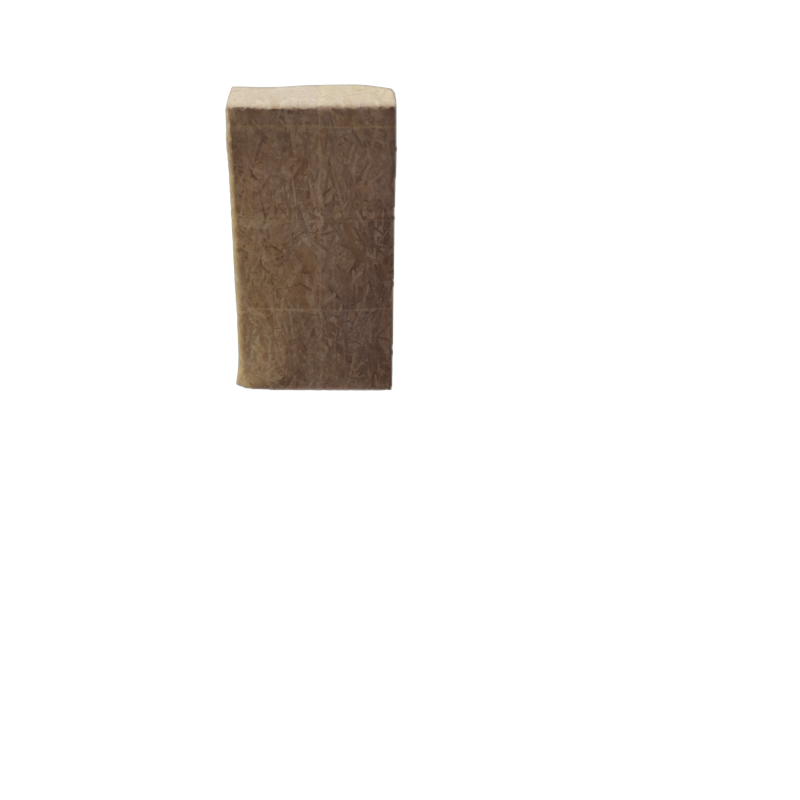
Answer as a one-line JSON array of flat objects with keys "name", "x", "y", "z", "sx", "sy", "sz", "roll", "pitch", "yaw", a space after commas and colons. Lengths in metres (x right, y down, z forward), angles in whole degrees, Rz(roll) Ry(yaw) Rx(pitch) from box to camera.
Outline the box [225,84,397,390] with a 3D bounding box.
[{"name": "box", "x": -0.049, "y": -0.091, "z": 0.633, "sx": 0.093, "sy": 0.168, "sz": 0.050, "roll": 1, "pitch": 23, "yaw": -1}]
